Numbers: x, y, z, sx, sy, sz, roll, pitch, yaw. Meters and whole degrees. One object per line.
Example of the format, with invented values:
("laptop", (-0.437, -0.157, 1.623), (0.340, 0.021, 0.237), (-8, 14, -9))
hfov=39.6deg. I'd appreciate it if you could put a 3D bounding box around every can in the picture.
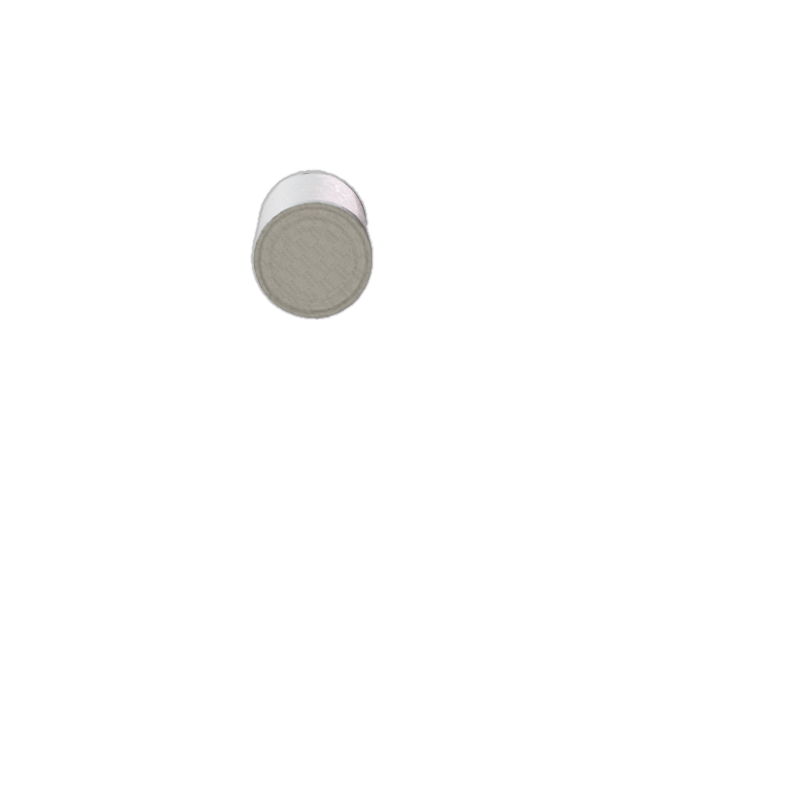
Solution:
("can", (-0.051, -0.093, 0.650), (0.068, 0.066, 0.106), (0, 18, -3))
